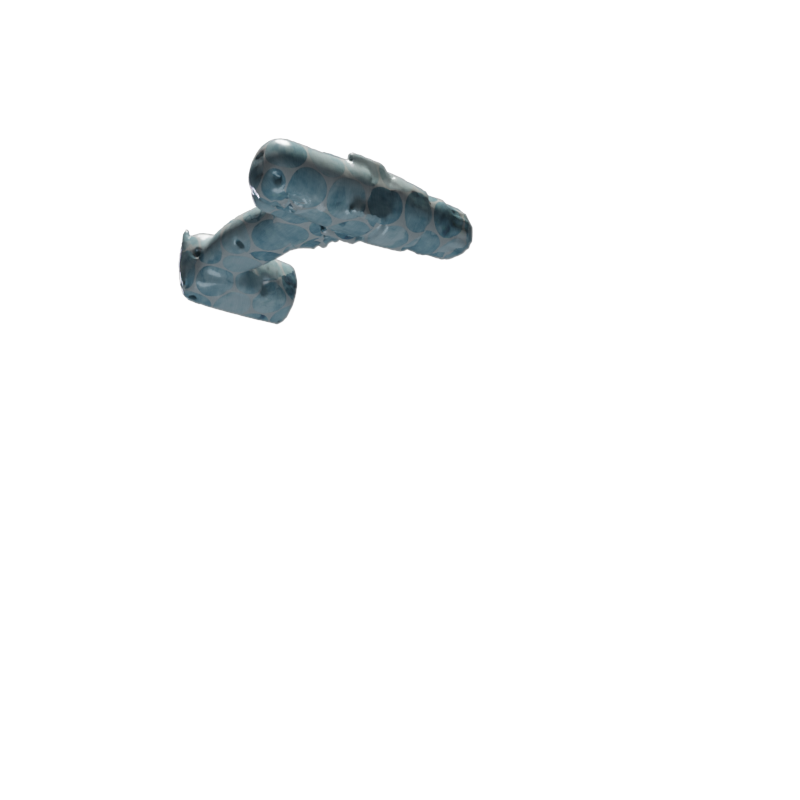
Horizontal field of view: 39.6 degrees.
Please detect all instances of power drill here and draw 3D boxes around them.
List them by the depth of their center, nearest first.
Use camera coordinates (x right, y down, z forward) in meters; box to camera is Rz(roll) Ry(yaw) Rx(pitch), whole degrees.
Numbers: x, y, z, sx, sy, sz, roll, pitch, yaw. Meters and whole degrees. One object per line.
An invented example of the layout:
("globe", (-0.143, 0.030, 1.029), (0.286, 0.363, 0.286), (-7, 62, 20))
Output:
("power drill", (-0.065, -0.118, 0.830), (0.175, 0.061, 0.187), (18, -31, -33))
